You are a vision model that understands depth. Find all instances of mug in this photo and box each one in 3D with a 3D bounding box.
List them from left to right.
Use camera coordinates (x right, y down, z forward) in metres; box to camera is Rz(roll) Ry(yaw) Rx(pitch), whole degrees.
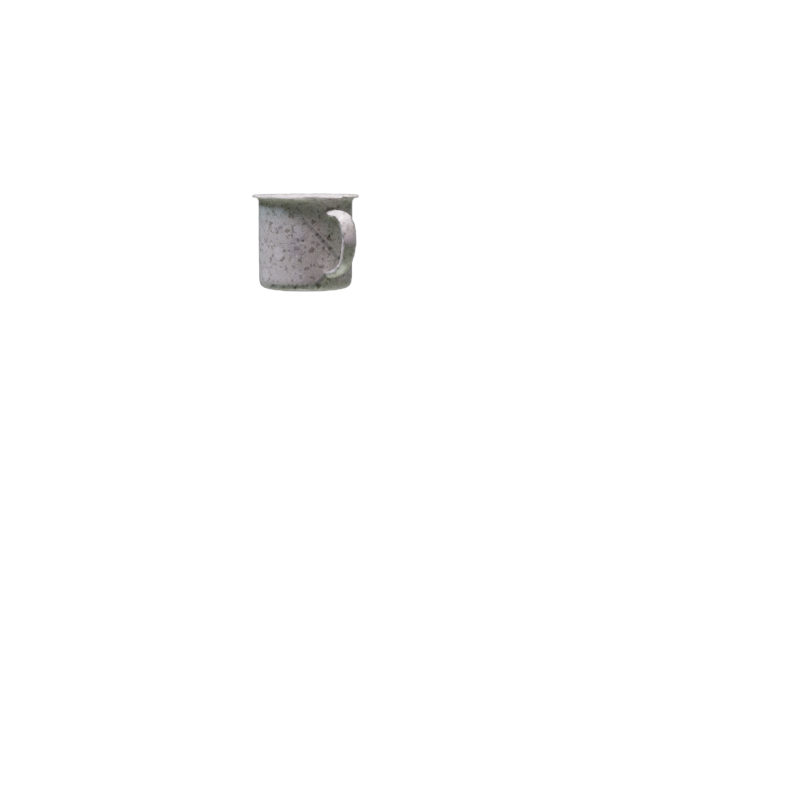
[{"bbox_3d":[-0.075,-0.137,0.959,0.090,0.080,0.123,-6,11,-37],"label":"mug"}]
